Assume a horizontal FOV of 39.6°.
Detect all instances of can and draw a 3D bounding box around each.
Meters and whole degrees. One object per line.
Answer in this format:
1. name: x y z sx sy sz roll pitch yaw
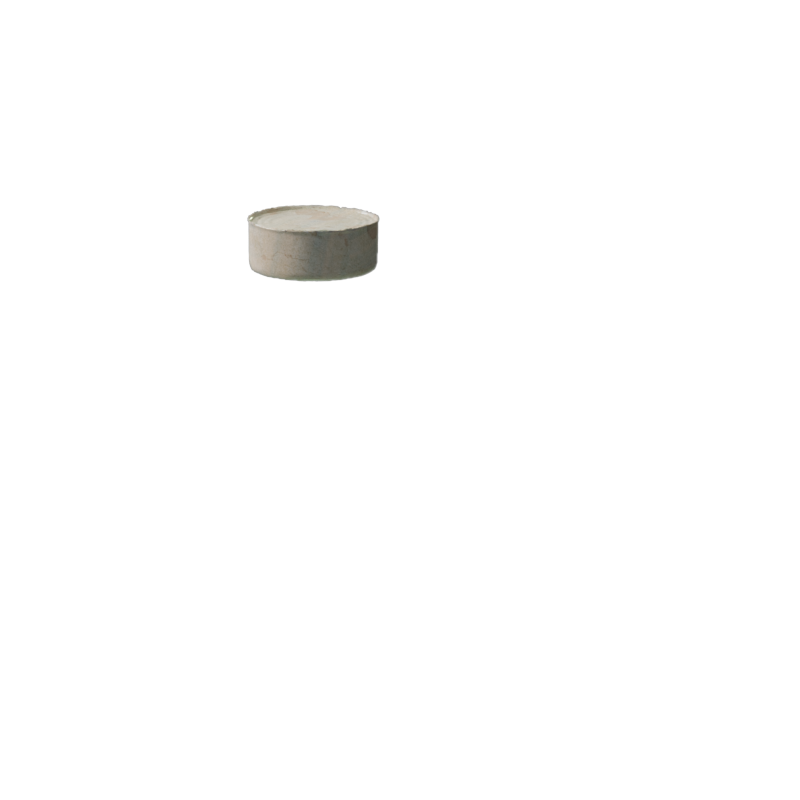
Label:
1. can: -0.056 -0.103 0.721 0.086 0.032 0.089 -1 19 -2
